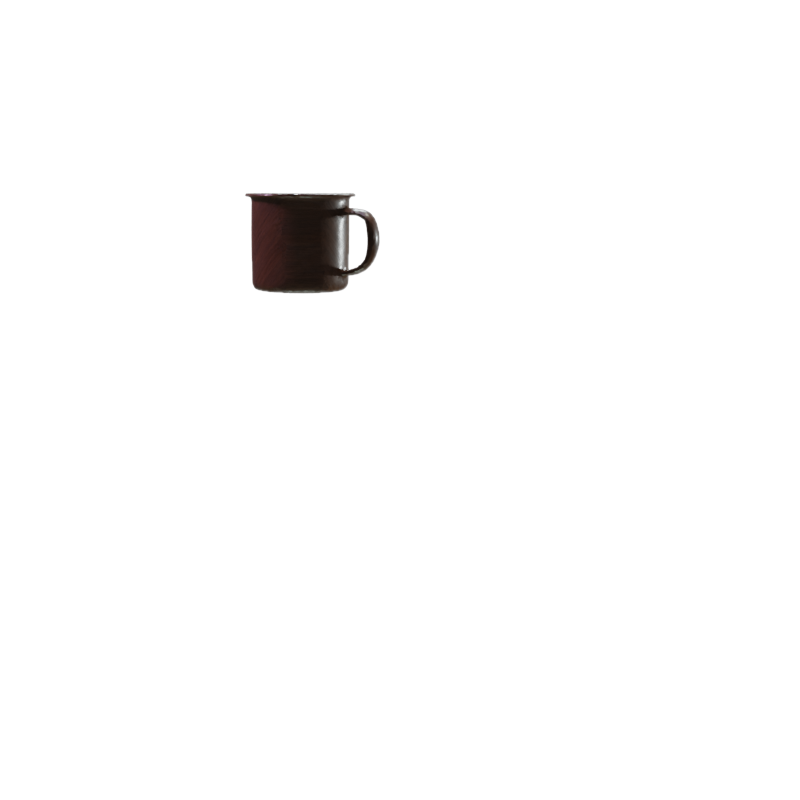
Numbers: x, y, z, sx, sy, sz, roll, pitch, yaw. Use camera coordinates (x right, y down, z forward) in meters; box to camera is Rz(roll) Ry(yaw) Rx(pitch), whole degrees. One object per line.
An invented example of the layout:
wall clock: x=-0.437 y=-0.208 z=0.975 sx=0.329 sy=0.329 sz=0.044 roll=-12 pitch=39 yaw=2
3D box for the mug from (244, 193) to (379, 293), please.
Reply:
mug: x=-0.073 y=-0.133 z=0.929 sx=0.120 sy=0.081 sz=0.092 roll=3 pitch=8 yaw=20
